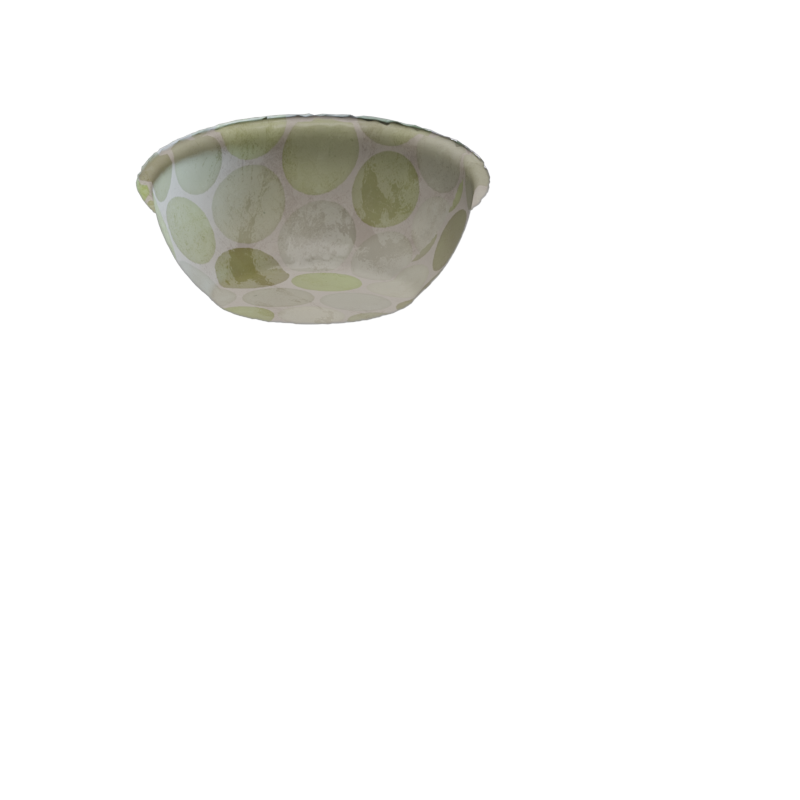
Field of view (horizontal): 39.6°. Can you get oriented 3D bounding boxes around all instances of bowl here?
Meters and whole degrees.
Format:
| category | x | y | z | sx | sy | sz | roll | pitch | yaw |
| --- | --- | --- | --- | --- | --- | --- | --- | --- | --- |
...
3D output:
| category | x | y | z | sx | sy | sz | roll | pitch | yaw |
| --- | --- | --- | --- | --- | --- | --- | --- | --- | --- |
| bowl | -0.039 | -0.072 | 0.503 | 0.162 | 0.057 | 0.157 | 0 | -12 | -2 |
